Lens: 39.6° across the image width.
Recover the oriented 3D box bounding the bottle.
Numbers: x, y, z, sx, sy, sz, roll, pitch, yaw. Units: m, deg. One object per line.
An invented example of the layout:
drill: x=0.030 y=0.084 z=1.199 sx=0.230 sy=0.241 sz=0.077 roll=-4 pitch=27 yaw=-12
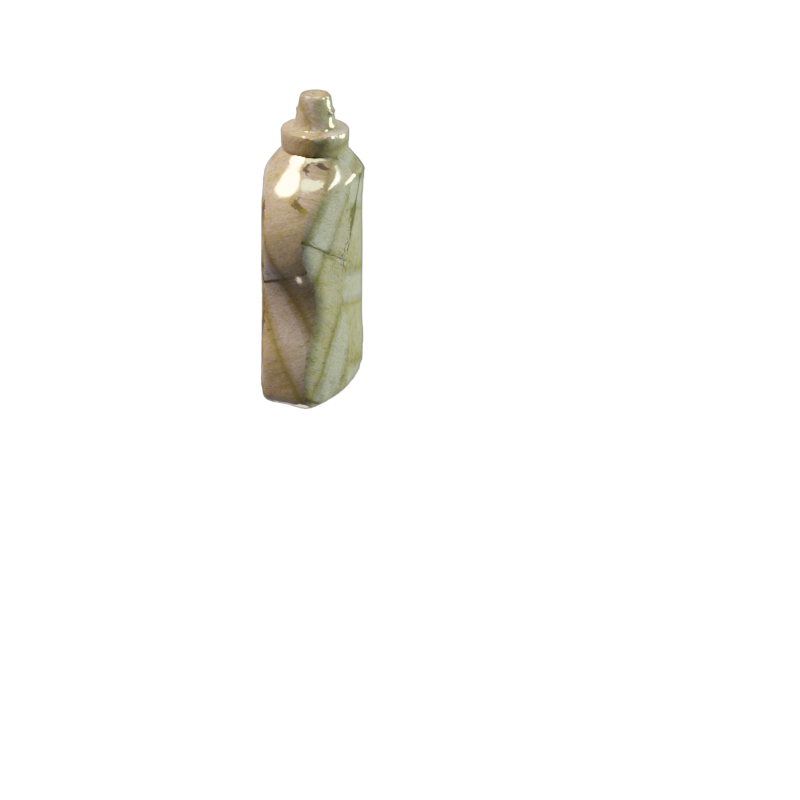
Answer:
bottle: x=-0.053 y=-0.098 z=0.689 sx=0.060 sy=0.181 sz=0.098 roll=11 pitch=28 yaw=18
